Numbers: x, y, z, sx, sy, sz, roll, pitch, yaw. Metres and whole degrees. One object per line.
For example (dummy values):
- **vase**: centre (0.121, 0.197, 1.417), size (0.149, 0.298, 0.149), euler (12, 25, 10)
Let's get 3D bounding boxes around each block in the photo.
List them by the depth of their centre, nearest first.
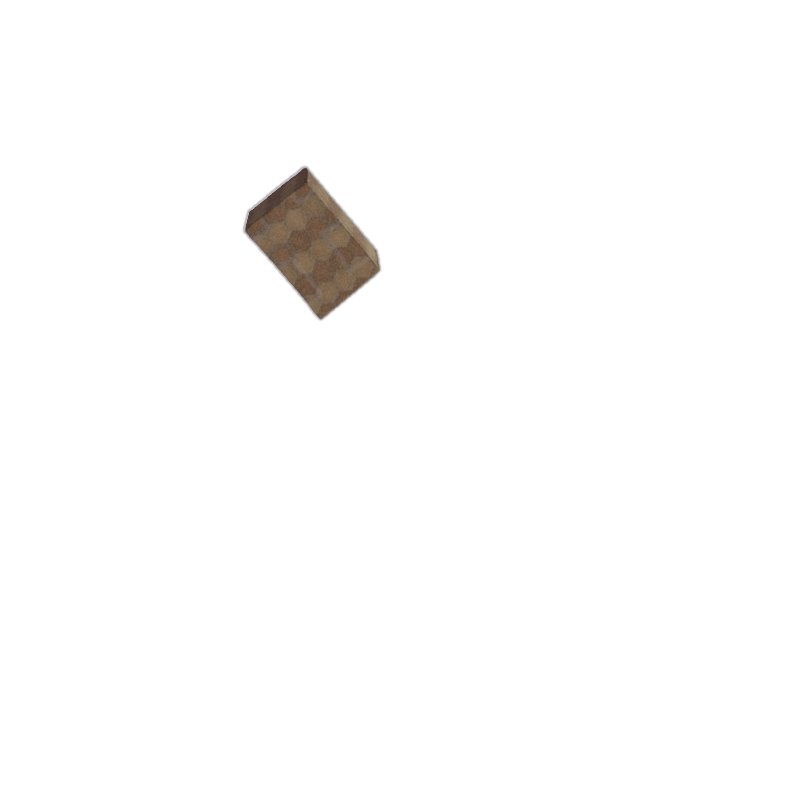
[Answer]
- **block**: centre (-0.057, -0.103, 0.723), size (0.052, 0.075, 0.053), euler (-37, 14, 10)
